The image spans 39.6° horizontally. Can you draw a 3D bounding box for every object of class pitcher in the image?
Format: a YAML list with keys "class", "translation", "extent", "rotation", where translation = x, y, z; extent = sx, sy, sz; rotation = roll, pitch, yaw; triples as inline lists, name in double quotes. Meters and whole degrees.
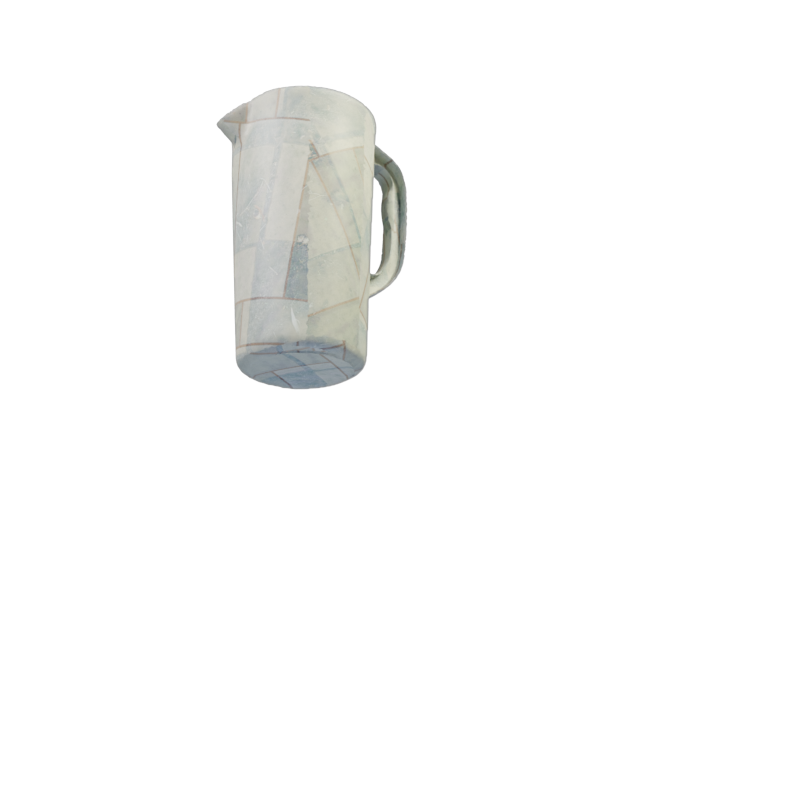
- class: "pitcher"
  translation: [-0.075, -0.137, 0.963]
  extent: [0.151, 0.257, 0.135]
  rotation: [-6, -24, 10]
